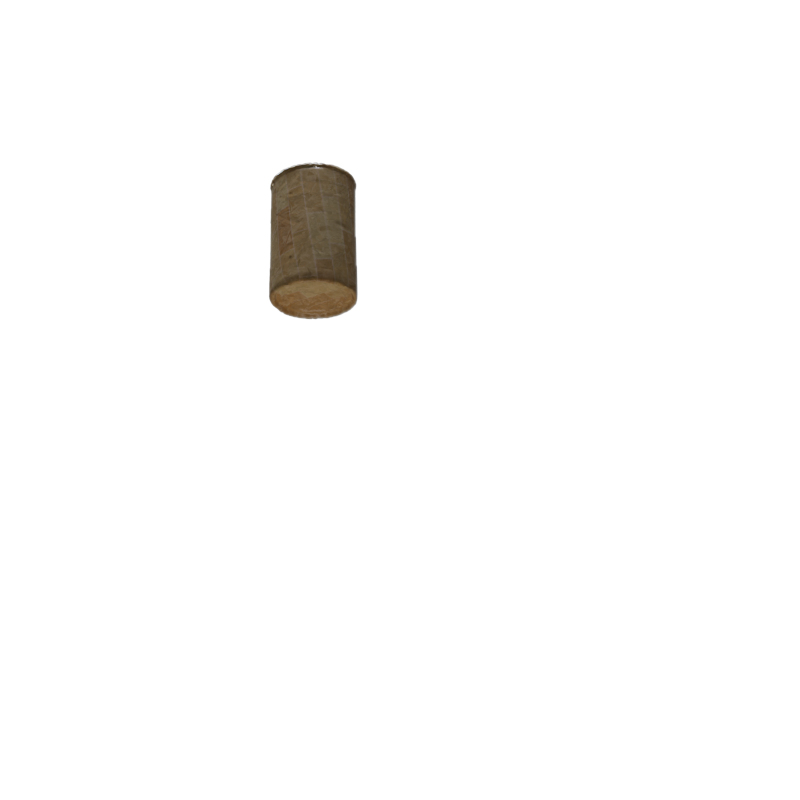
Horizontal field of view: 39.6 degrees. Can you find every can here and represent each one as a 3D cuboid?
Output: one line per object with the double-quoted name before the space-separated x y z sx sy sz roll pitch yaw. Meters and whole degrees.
"can" -0.067 -0.122 0.853 0.068 0.108 0.065 0 -27 -2
